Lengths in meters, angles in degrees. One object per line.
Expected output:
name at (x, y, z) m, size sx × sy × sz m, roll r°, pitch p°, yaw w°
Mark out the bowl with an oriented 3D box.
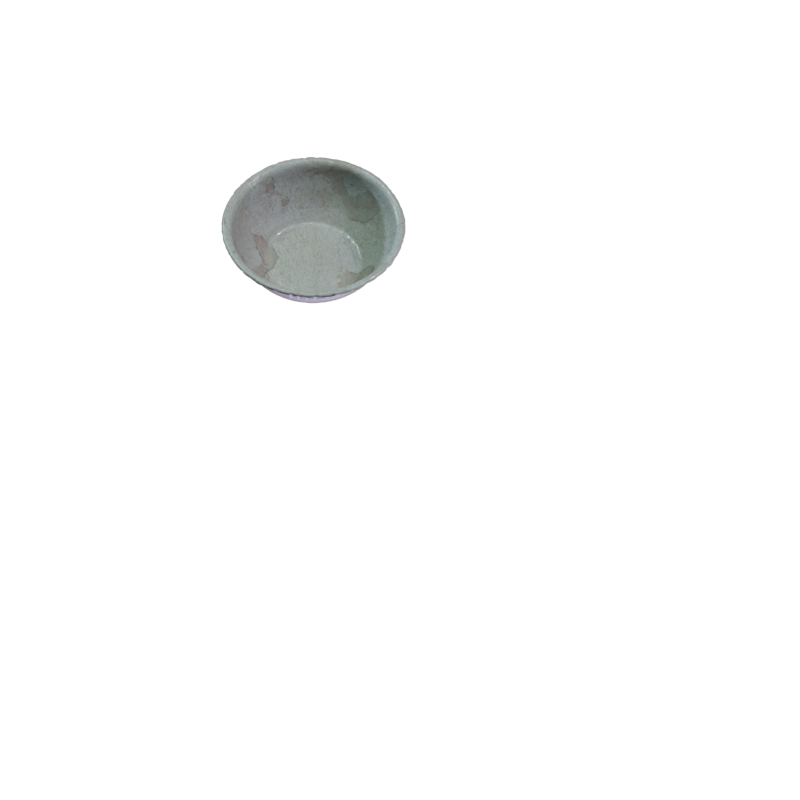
bowl at (-0.078, -0.142, 0.994) m, size 0.162 × 0.174 × 0.051 m, roll -1°, pitch -36°, yaw -1°
